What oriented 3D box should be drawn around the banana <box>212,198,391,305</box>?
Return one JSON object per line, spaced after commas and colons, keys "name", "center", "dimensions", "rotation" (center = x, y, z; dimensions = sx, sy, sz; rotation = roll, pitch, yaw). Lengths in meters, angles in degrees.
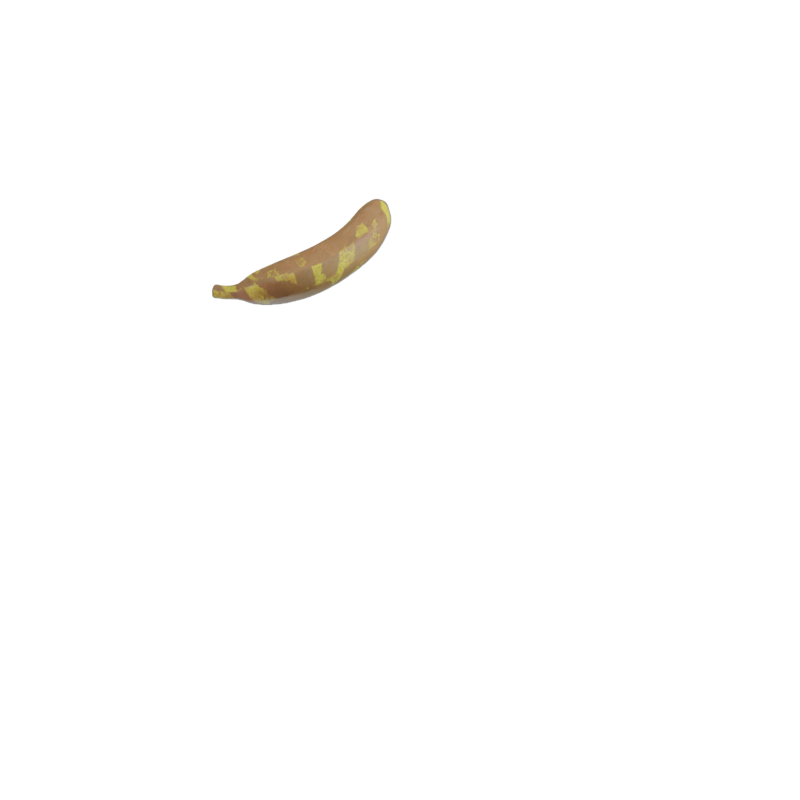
{"name": "banana", "center": [-0.064, -0.125, 0.940], "dimensions": [0.074, 0.034, 0.198], "rotation": [31, 47, 33]}
